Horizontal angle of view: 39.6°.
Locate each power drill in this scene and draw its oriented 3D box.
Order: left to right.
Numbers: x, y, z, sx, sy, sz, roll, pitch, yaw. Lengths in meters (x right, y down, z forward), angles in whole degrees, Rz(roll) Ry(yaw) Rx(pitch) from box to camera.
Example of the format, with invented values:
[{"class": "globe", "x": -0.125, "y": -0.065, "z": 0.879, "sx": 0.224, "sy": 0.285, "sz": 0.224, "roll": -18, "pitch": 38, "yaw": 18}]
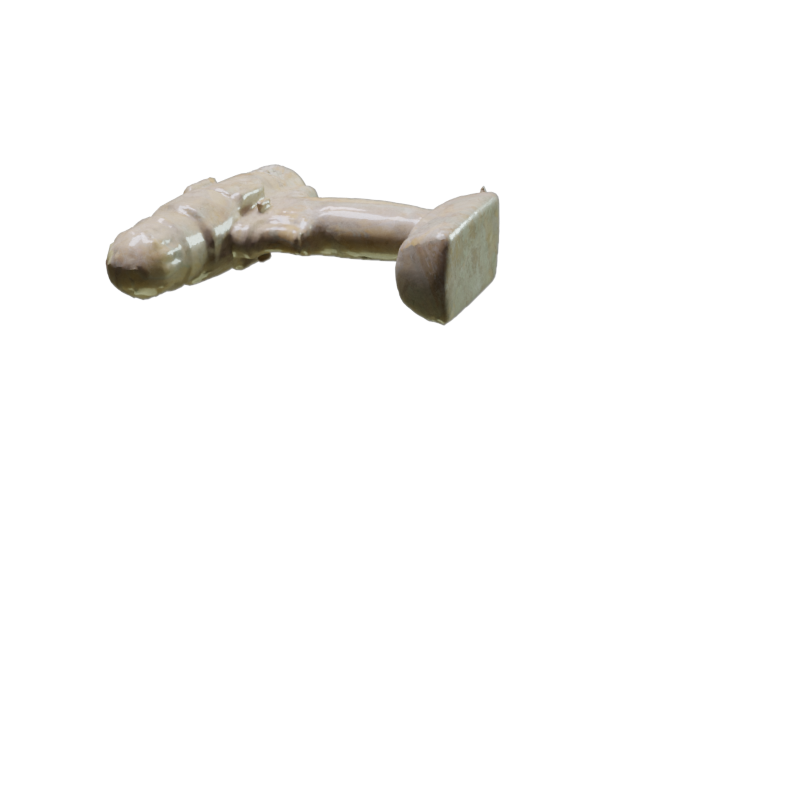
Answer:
[{"class": "power drill", "x": -0.050, "y": -0.090, "z": 0.633, "sx": 0.195, "sy": 0.055, "sz": 0.187, "roll": 12, "pitch": 28, "yaw": 22}]
